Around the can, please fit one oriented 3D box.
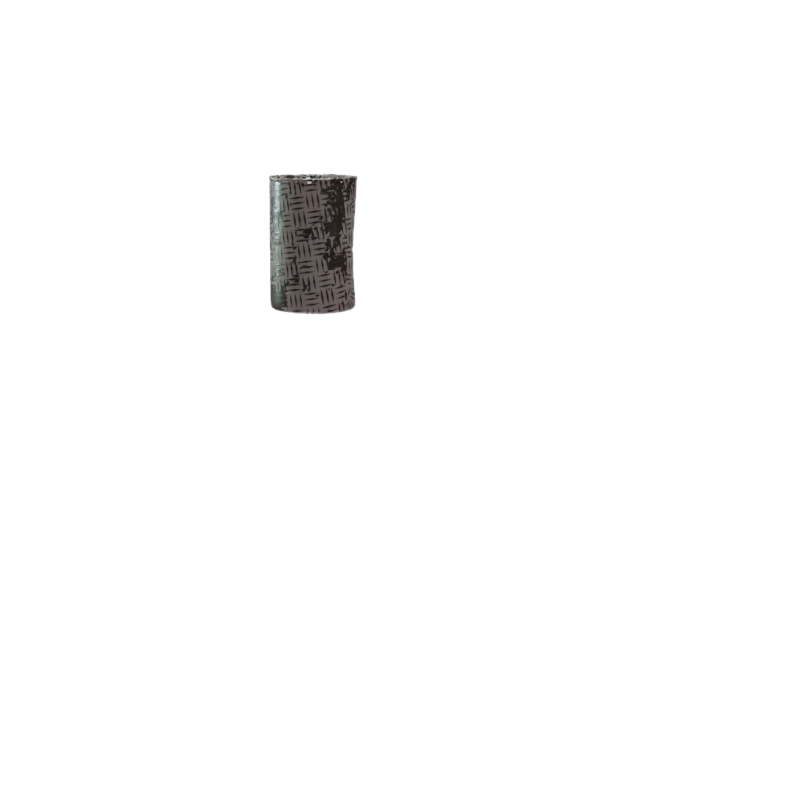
[{"bbox_3d":[-0.067,-0.122,0.855,0.068,0.100,0.070,0,9,-2],"label":"can"}]
